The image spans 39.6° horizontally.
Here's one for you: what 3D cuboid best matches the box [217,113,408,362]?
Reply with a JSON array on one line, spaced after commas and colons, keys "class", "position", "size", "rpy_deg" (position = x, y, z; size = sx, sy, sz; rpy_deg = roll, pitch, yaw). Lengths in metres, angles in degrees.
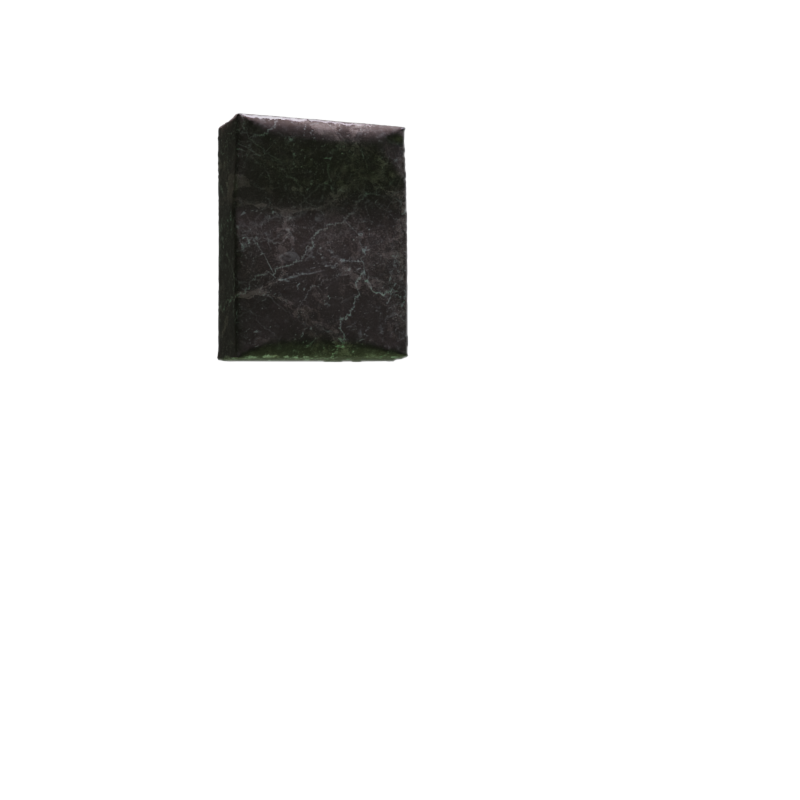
[{"class": "box", "position": [-0.078, -0.142, 0.993], "size": [0.160, 0.217, 0.073], "rpy_deg": [1, -6, -21]}]
